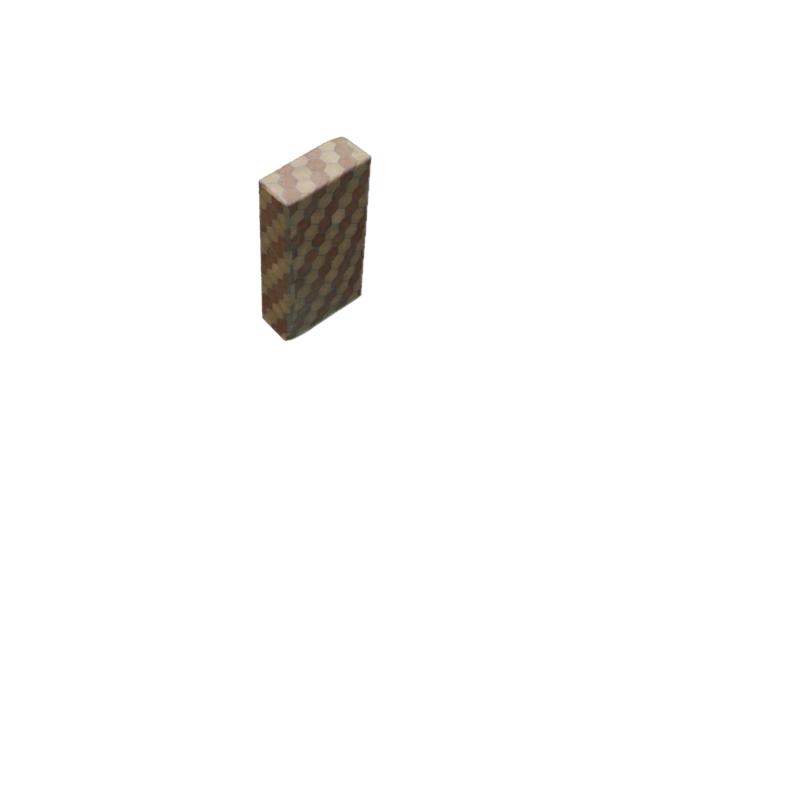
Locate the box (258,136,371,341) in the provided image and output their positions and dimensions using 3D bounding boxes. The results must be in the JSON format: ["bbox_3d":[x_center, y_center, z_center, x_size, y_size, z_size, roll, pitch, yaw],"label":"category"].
[{"bbox_3d":[-0.075,-0.137,0.959,0.094,0.164,0.051,-34,59,-28],"label":"box"}]
